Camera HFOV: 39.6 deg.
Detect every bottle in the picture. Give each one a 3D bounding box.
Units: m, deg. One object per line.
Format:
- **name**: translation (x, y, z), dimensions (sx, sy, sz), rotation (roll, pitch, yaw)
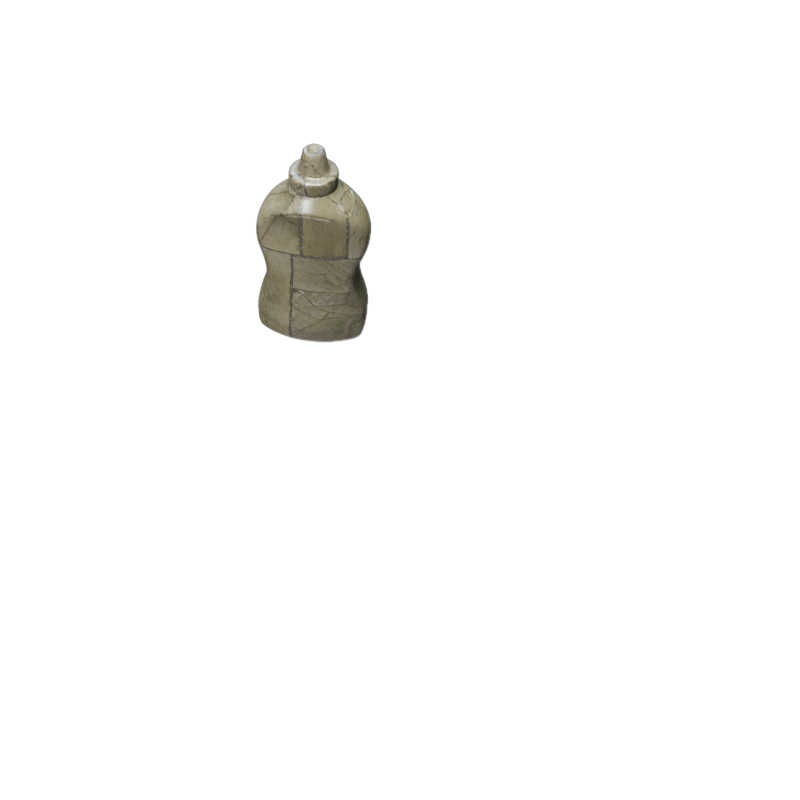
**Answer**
- **bottle**: translation (-0.074, -0.135, 0.941), dimensions (0.097, 0.179, 0.062), rotation (10, 45, 7)
